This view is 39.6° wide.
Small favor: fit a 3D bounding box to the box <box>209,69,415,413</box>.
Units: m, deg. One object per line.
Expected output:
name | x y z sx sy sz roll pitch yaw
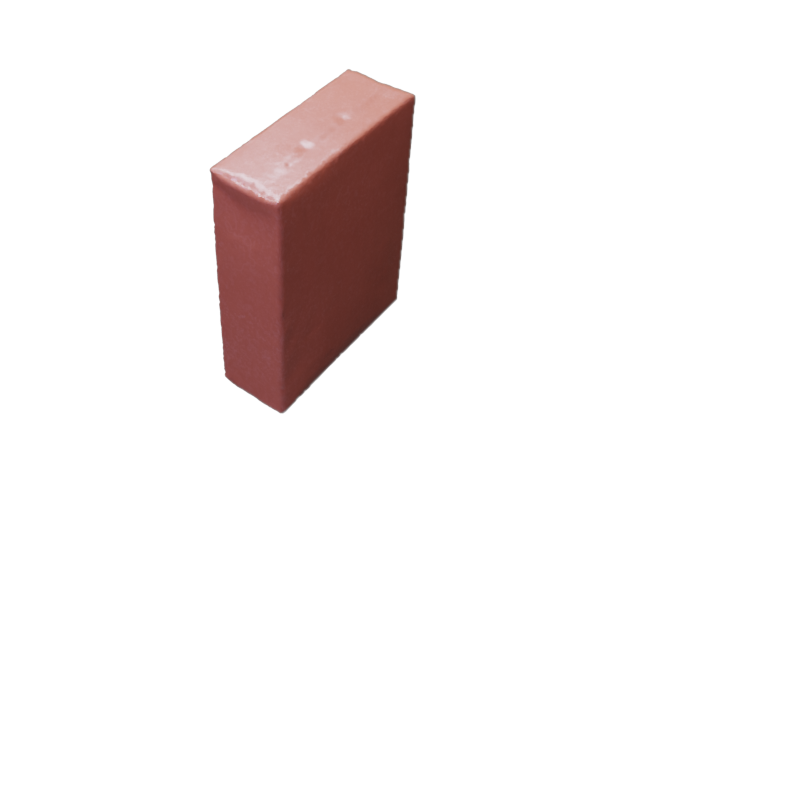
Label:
box | -0.066 -0.121 0.849 0.075 0.199 0.167 27 50 22
